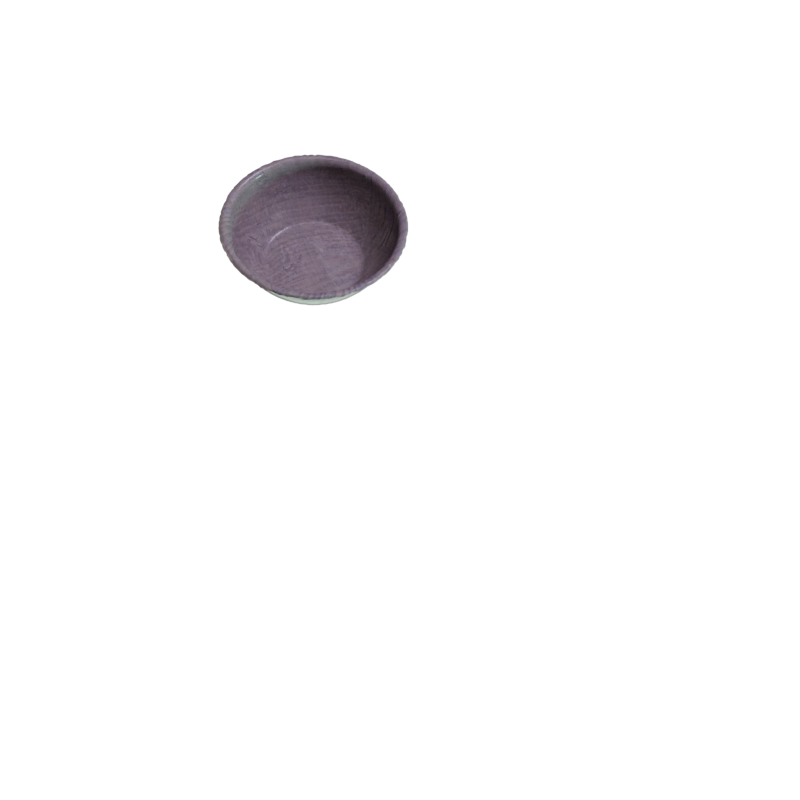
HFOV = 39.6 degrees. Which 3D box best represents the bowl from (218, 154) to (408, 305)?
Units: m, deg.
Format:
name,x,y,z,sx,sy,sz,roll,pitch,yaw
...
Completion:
name,x,y,z,sx,sy,sz,roll,pitch,yaw
bowl,-0.076,-0.138,0.966,0.162,0.174,0.051,-1,-36,-1
